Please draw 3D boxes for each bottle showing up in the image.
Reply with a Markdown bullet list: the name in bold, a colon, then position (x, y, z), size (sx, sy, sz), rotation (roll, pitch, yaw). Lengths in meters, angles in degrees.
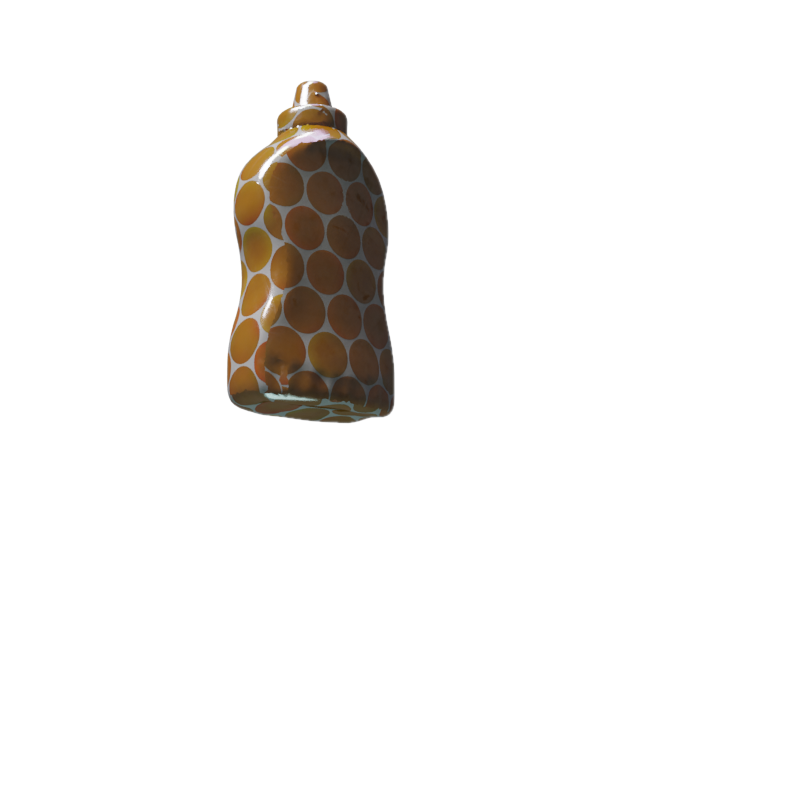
- **bottle**: position (-0.049, -0.088, 0.617), size (0.091, 0.200, 0.059), rotation (12, -21, -38)
